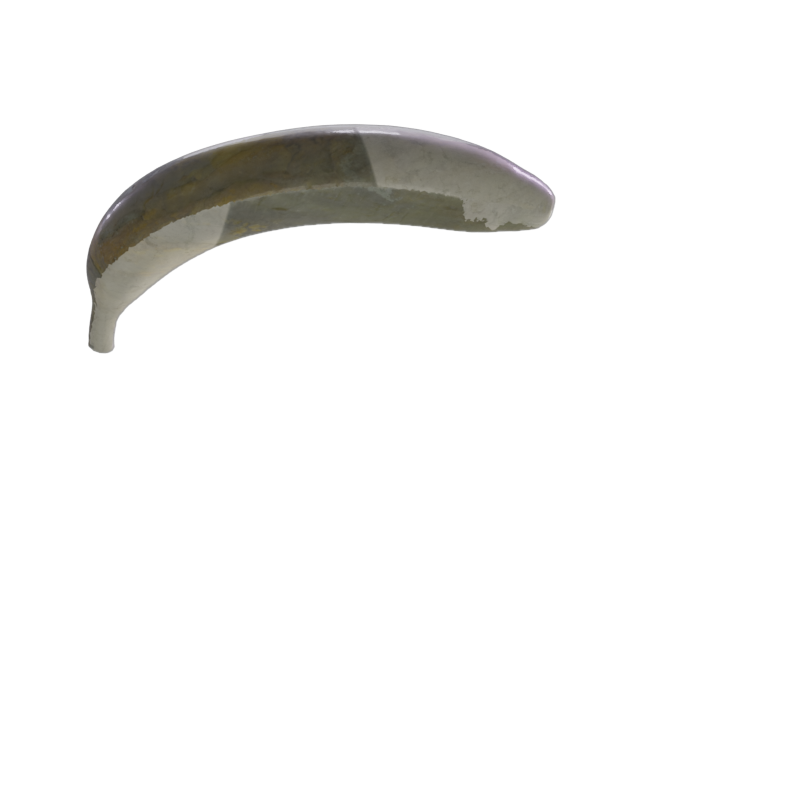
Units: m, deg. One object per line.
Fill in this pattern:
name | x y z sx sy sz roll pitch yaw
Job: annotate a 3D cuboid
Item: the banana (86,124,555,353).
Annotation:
banana | -0.044 -0.074 0.430 0.199 0.039 0.064 -14 -47 12
